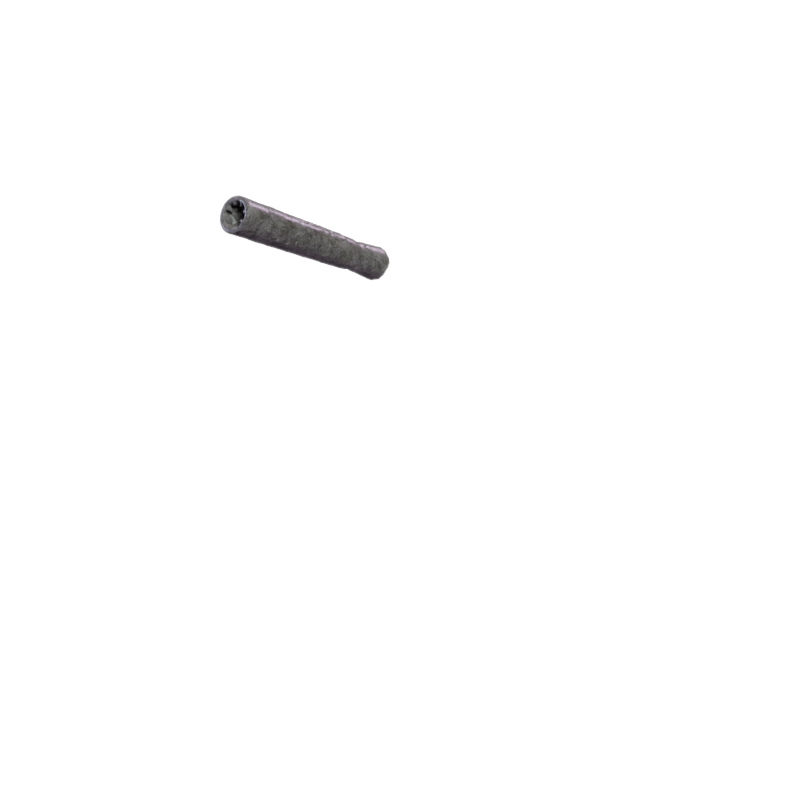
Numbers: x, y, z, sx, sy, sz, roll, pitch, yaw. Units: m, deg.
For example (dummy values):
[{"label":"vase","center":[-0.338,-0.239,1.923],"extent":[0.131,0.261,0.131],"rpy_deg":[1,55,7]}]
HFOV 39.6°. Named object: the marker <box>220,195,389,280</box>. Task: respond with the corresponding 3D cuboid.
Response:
[{"label":"marker","center":[-0.045,-0.081,0.570],"extent":[0.021,0.020,0.114],"rpy_deg":[3,-5,38]}]
